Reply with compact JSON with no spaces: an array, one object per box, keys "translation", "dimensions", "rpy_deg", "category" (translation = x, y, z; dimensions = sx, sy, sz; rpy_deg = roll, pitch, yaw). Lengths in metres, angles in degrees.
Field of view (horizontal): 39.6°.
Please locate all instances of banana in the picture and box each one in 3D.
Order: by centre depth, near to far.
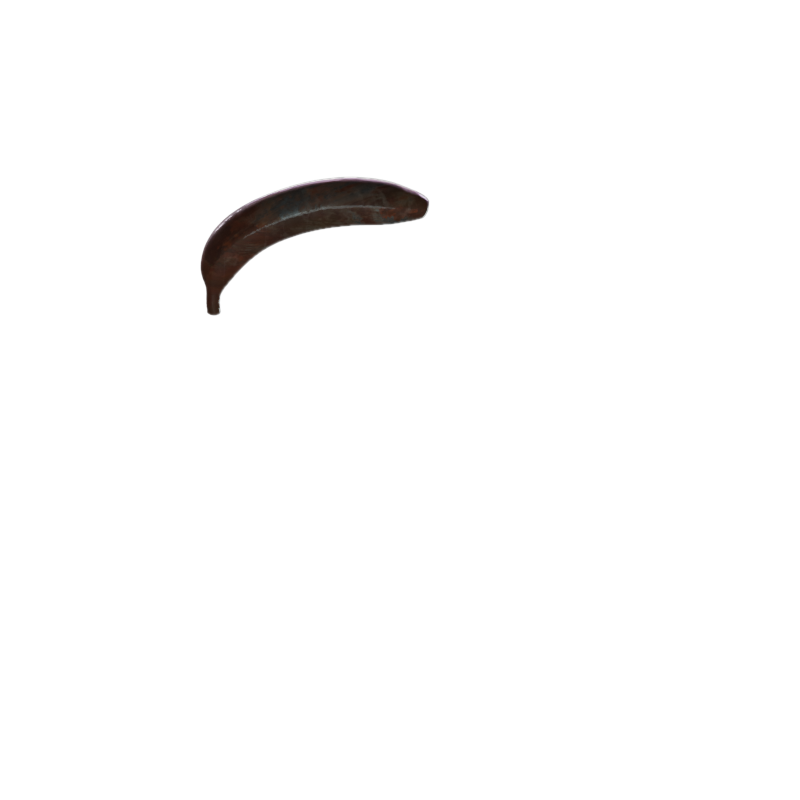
[{"translation":[-0.079,-0.132,0.846],"dimensions":[0.198,0.065,0.039],"rpy_deg":[-22,37,17],"category":"banana"}]
